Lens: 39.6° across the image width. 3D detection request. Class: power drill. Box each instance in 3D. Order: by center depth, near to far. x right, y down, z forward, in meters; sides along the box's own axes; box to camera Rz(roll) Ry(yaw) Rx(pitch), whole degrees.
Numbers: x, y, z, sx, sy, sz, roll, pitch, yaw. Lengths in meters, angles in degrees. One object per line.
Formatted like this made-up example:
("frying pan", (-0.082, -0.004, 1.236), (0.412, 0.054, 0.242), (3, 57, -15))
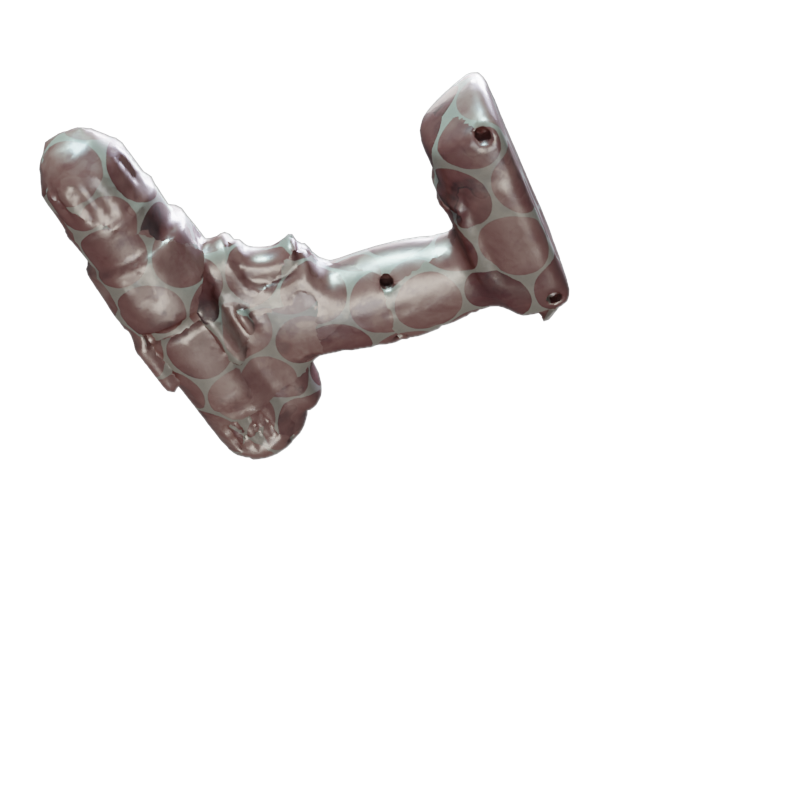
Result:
("power drill", (-0.037, -0.068, 0.476), (0.188, 0.171, 0.061), (-20, 37, 16))
